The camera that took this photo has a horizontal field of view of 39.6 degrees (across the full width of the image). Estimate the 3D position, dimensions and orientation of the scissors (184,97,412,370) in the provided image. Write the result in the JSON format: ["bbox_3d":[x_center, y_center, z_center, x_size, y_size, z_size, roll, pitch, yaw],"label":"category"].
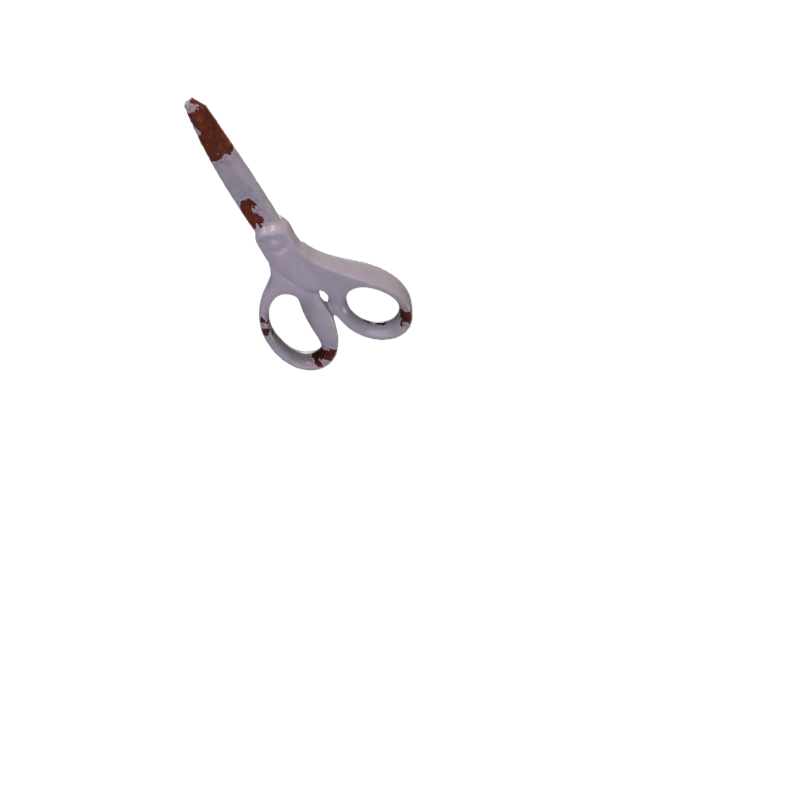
[{"bbox_3d":[-0.046,-0.083,0.585,0.097,0.017,0.187,-3,-40,4],"label":"scissors"}]
